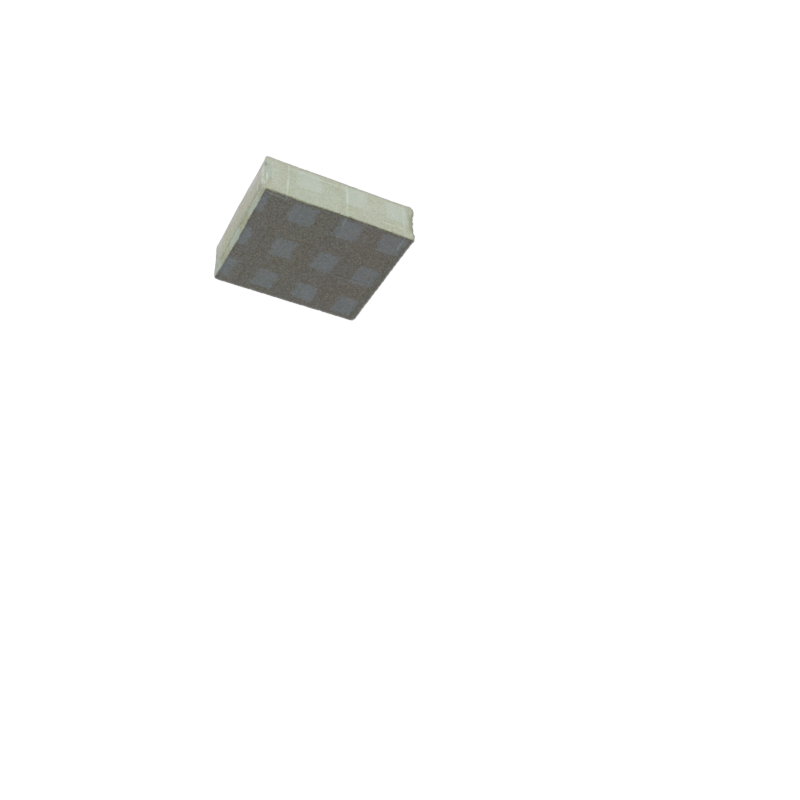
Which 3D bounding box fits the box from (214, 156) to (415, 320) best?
[{"bbox_3d":[-0.047,-0.086,0.605,0.086,0.032,0.070,17,-44,-19],"label":"box"}]
